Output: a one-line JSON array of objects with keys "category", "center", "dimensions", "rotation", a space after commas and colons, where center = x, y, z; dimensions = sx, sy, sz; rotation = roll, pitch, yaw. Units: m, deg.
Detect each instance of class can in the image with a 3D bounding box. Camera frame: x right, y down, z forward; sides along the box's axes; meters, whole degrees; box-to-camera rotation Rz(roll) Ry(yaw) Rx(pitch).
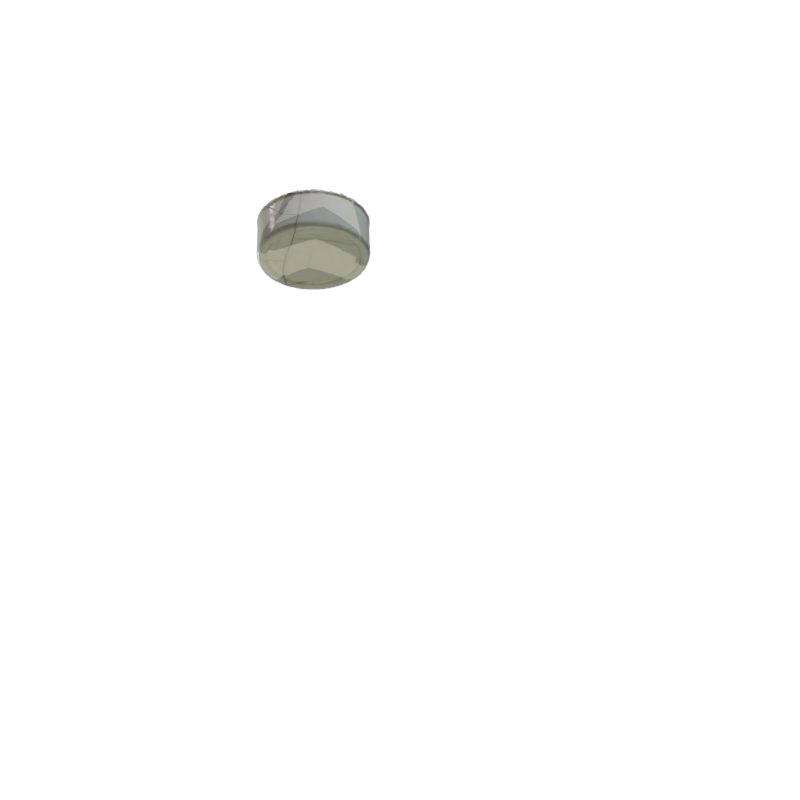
[{"category": "can", "center": [-0.065, -0.119, 0.831], "dimensions": [0.086, 0.036, 0.080], "rotation": [1, -31, -2]}]
